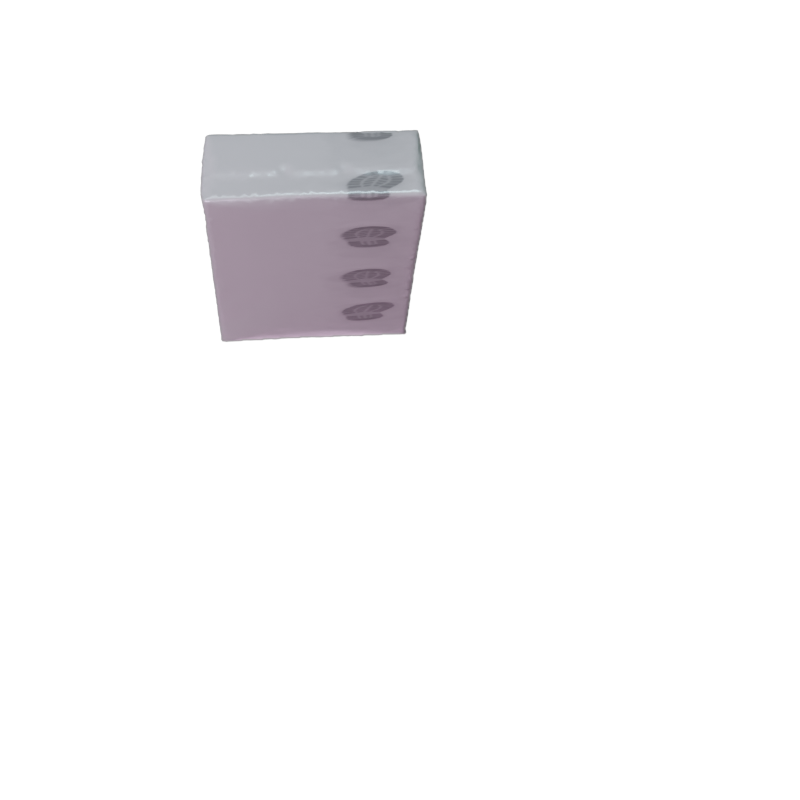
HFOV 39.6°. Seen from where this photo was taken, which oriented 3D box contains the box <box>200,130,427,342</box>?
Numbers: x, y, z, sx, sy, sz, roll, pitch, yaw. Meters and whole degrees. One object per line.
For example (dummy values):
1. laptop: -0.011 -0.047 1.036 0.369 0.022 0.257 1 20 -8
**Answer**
1. box: -0.070 -0.128 0.896 0.164 0.077 0.201 -1 -28 -3
